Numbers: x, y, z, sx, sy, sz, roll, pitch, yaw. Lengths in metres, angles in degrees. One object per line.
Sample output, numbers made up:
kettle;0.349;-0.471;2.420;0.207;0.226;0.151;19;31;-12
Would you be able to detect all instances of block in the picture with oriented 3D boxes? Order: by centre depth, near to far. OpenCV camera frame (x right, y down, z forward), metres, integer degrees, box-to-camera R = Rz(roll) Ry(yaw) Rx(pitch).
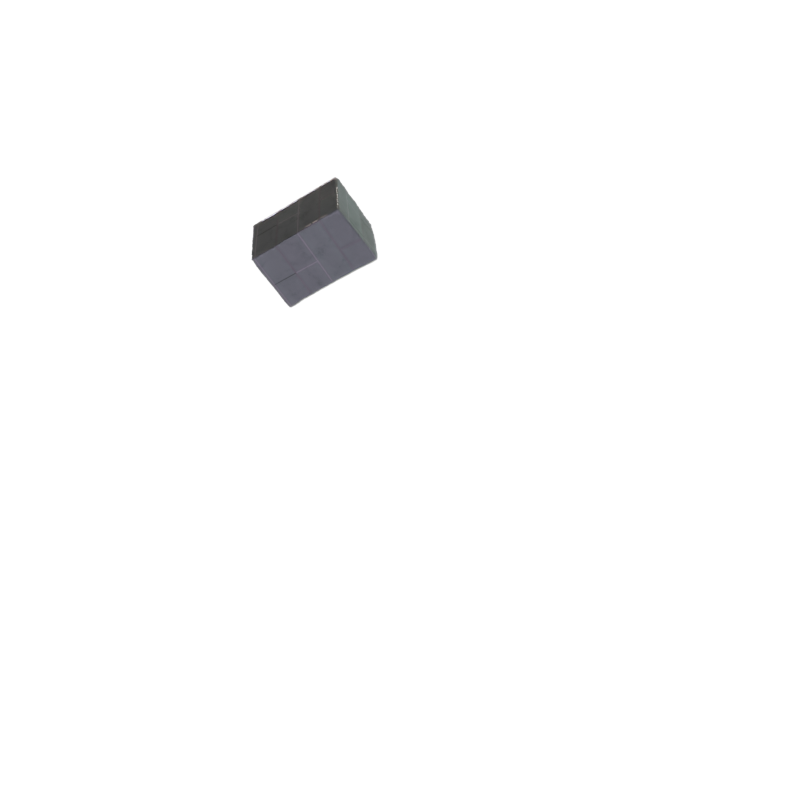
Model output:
block;-0.064;-0.116;0.815;0.078;0.049;0.055;-27;32;16
